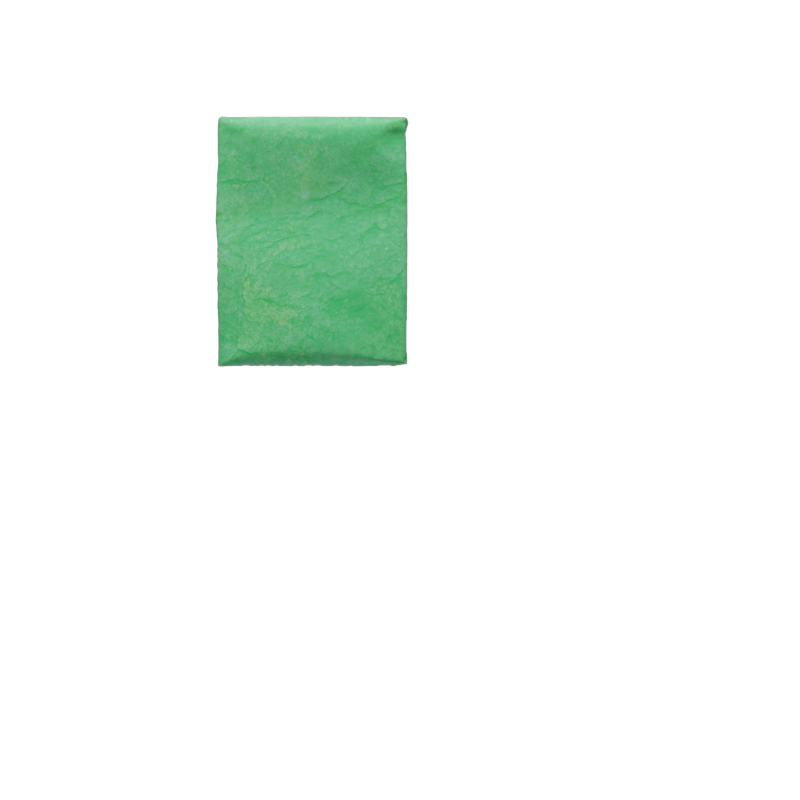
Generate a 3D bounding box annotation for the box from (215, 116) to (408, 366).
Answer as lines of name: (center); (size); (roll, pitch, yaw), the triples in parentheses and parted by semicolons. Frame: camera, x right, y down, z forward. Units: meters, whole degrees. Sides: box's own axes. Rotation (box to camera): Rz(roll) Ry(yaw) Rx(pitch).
box: (-0.075, -0.137, 0.960); (0.164, 0.213, 0.072); (0, 2, 1)
